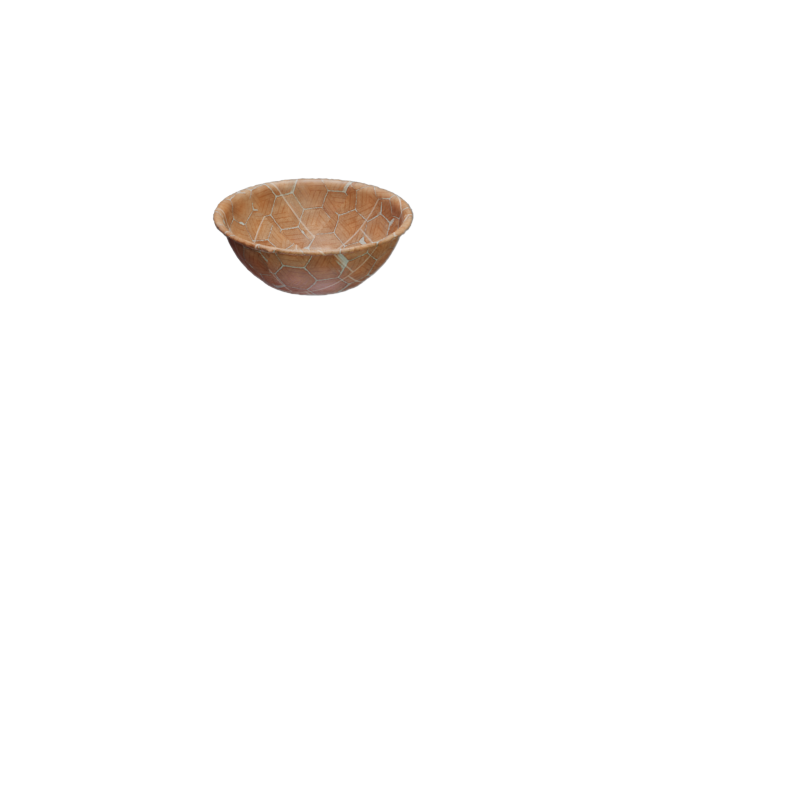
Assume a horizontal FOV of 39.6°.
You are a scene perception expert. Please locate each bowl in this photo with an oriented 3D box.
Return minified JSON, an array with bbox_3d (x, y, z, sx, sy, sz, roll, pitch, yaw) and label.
[{"bbox_3d":[-0.071,-0.129,0.904,0.162,0.052,0.172,-1,30,-2],"label":"bowl"}]
